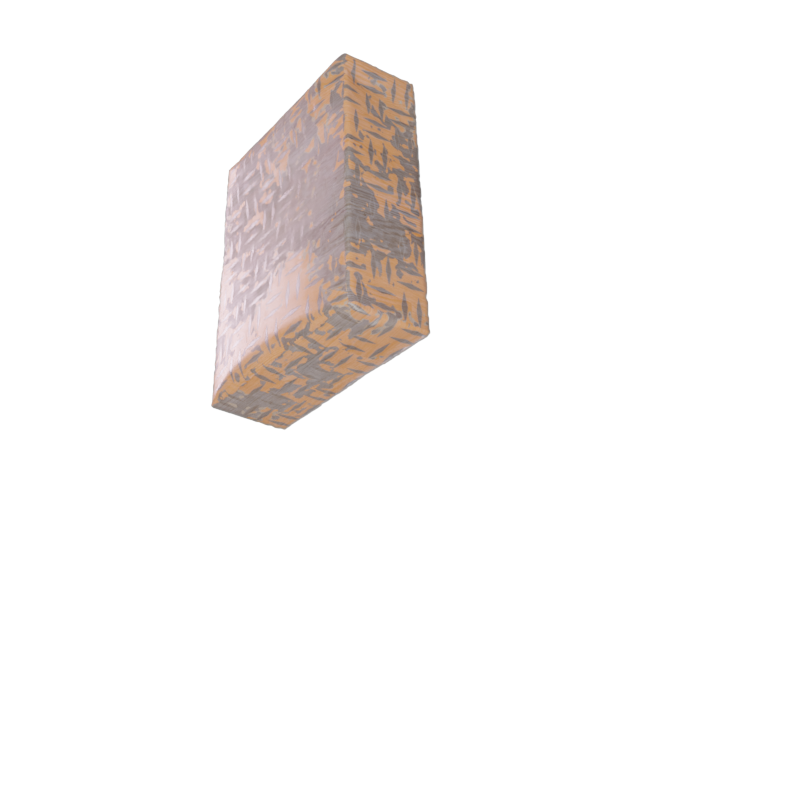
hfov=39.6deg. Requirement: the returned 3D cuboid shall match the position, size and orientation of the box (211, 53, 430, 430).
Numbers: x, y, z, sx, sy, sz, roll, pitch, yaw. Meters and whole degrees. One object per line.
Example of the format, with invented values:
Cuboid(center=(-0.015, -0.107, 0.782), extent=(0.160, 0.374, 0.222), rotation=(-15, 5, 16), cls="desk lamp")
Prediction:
Cuboid(center=(-0.061, -0.111, 0.779), extent=(0.068, 0.228, 0.162), rotation=(21, -39, -32), cls="box")
